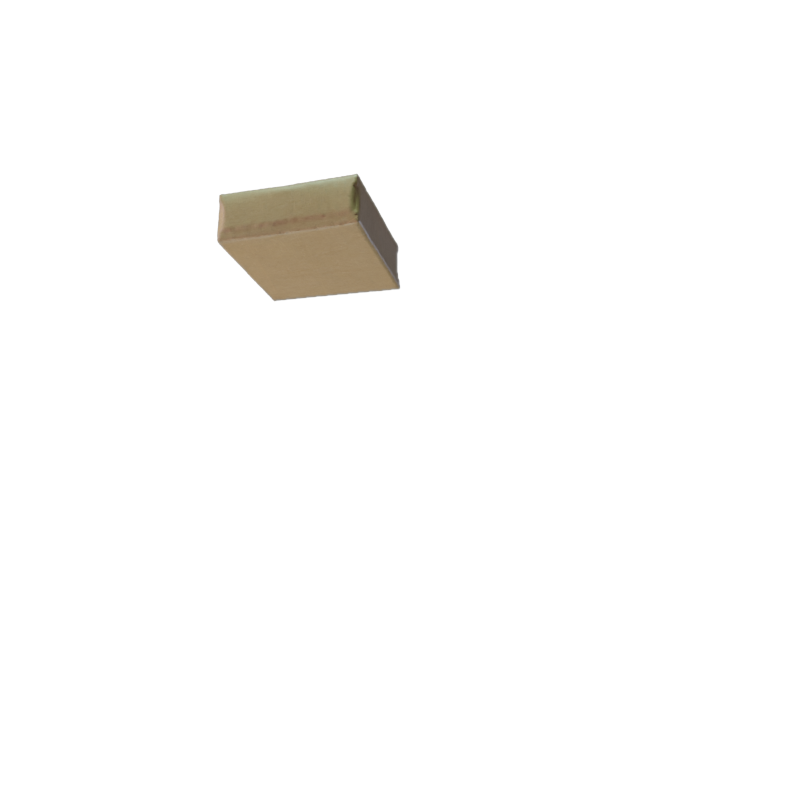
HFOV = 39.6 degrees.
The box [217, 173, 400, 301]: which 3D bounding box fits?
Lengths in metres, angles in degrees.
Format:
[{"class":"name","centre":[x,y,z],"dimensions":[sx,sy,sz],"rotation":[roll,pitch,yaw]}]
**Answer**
[{"class":"box","centre":[-0.045,-0.082,0.576],"dimensions":[0.074,0.032,0.084],"rotation":[-5,-18,15]}]
